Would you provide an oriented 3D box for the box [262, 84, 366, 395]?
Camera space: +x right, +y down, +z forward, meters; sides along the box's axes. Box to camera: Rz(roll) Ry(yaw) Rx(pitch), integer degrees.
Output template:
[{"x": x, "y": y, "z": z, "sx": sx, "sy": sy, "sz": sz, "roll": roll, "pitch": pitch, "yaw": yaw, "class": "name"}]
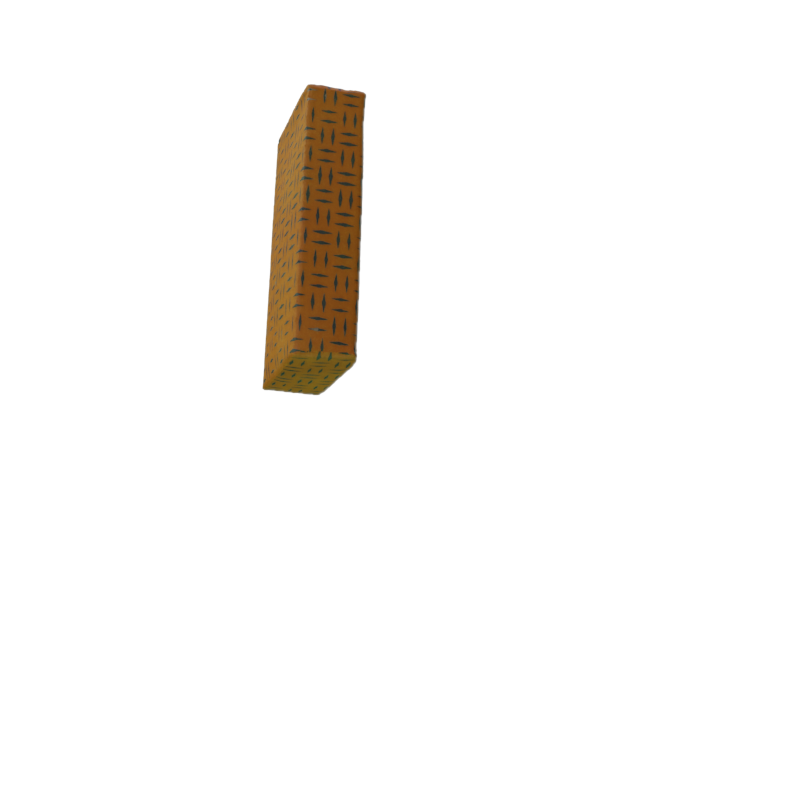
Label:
[{"x": -0.055, "y": -0.100, "z": 0.702, "sx": 0.047, "sy": 0.185, "sz": 0.091, "roll": 5, "pitch": -20, "yaw": -17, "class": "box"}]
